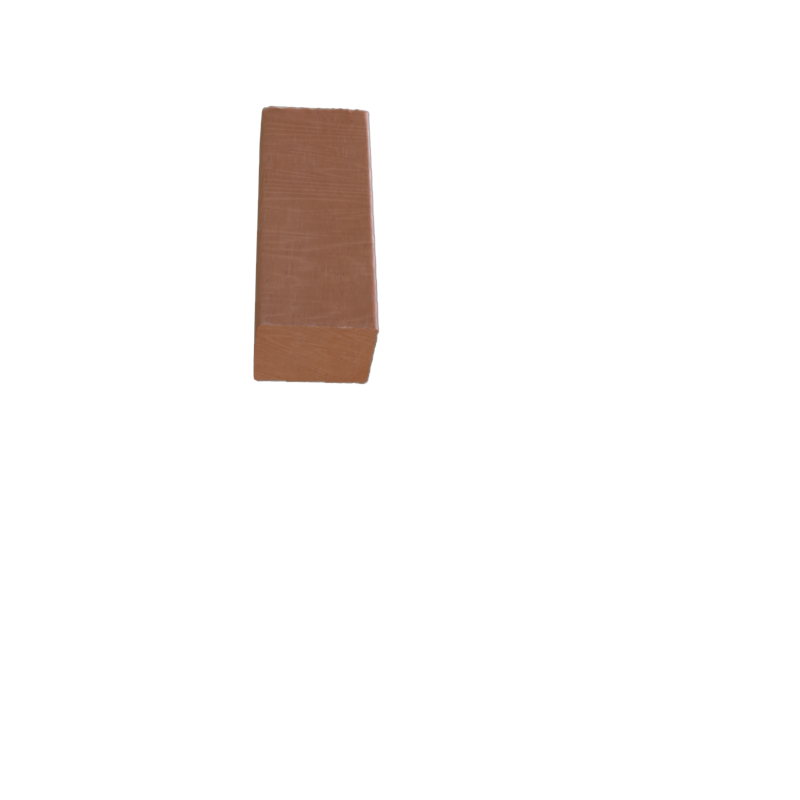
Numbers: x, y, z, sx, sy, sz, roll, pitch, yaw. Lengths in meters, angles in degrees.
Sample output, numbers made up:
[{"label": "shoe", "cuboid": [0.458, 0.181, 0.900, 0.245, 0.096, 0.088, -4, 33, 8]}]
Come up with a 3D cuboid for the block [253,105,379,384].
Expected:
[{"label": "block", "cuboid": [-0.069, -0.126, 0.883, 0.090, 0.220, 0.085, 1, -32, -6]}]
